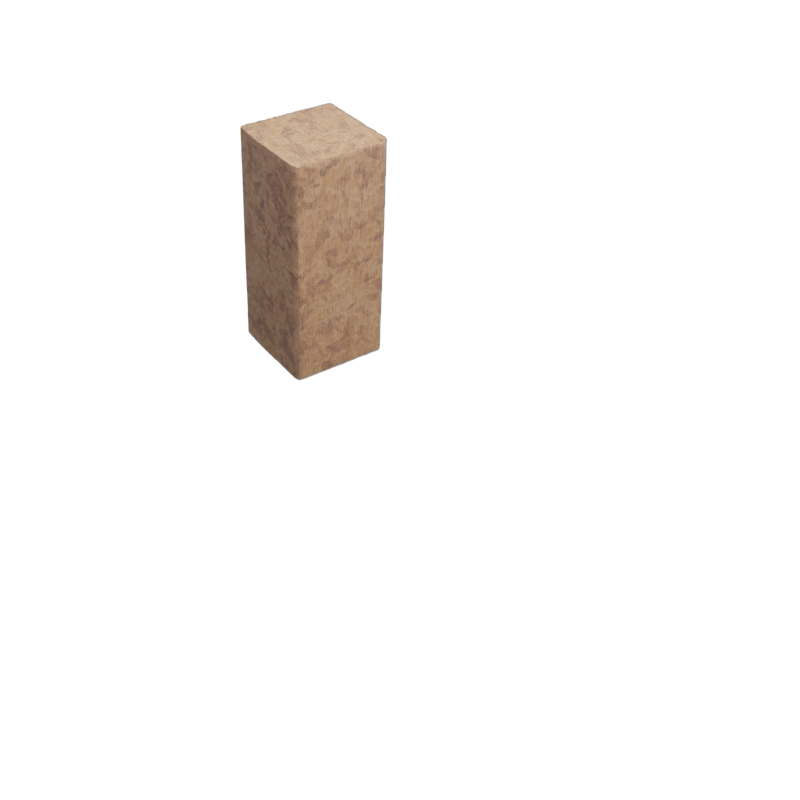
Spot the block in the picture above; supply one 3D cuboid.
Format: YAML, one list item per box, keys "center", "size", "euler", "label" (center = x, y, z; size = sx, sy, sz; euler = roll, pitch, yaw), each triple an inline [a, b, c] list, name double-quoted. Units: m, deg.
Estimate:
- center: [-0.074, -0.134, 0.942]
  size: [0.090, 0.193, 0.097]
  euler: [-19, 40, -29]
  label: "block"
